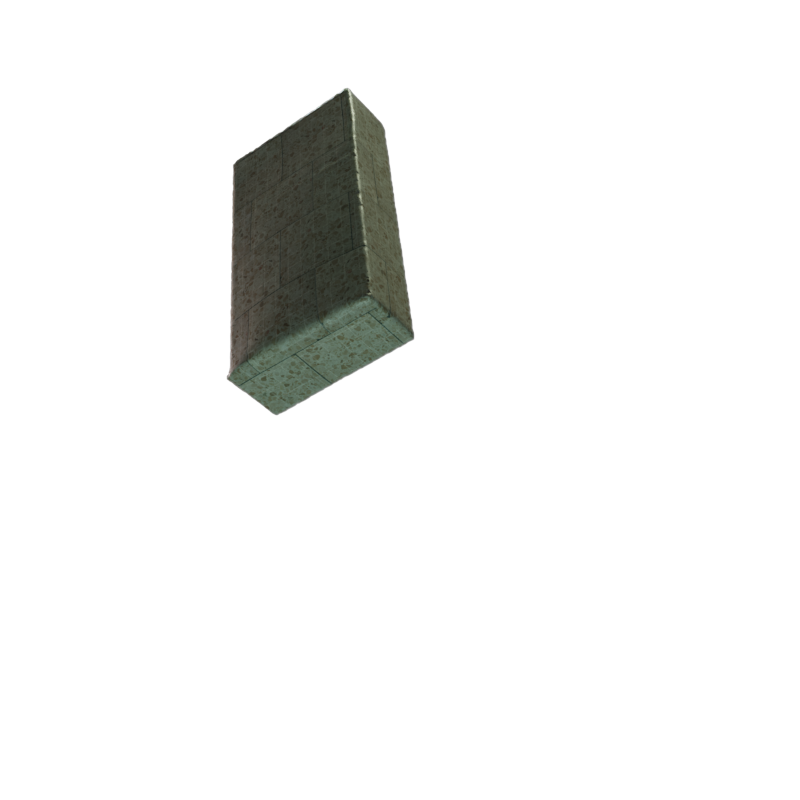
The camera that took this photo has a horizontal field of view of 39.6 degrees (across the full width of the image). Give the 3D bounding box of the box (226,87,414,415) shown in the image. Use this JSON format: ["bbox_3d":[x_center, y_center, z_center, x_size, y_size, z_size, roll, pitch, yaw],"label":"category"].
[{"bbox_3d":[-0.047,-0.087,0.611,0.093,0.189,0.045,-29,-50,23],"label":"box"}]
